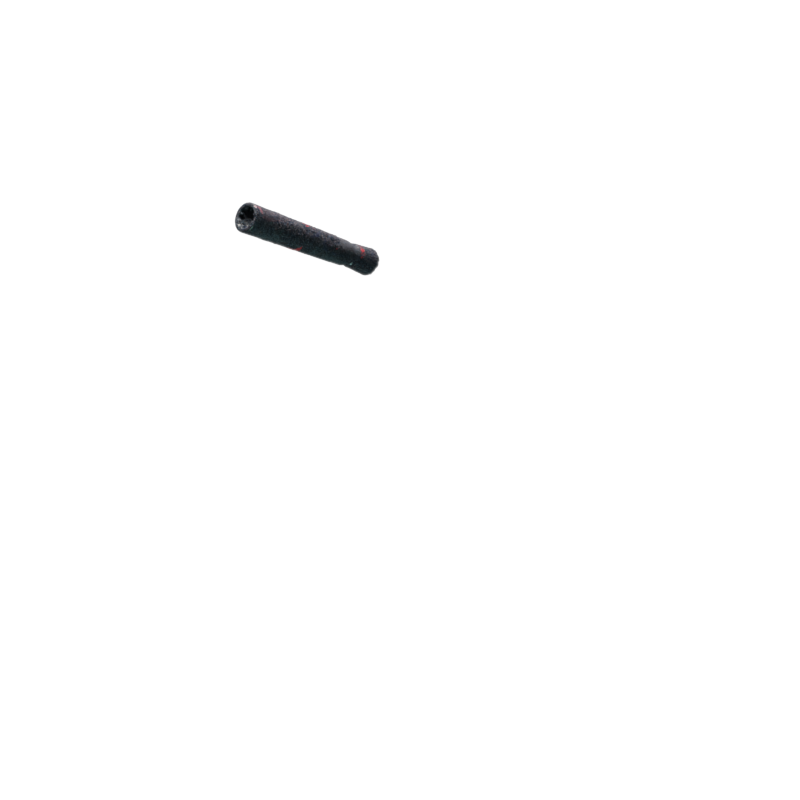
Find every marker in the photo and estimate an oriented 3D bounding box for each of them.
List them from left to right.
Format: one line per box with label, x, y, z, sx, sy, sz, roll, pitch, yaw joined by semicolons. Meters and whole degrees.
marker;-0.055;-0.100;0.700;0.021;0.020;0.114;4;-6;42
